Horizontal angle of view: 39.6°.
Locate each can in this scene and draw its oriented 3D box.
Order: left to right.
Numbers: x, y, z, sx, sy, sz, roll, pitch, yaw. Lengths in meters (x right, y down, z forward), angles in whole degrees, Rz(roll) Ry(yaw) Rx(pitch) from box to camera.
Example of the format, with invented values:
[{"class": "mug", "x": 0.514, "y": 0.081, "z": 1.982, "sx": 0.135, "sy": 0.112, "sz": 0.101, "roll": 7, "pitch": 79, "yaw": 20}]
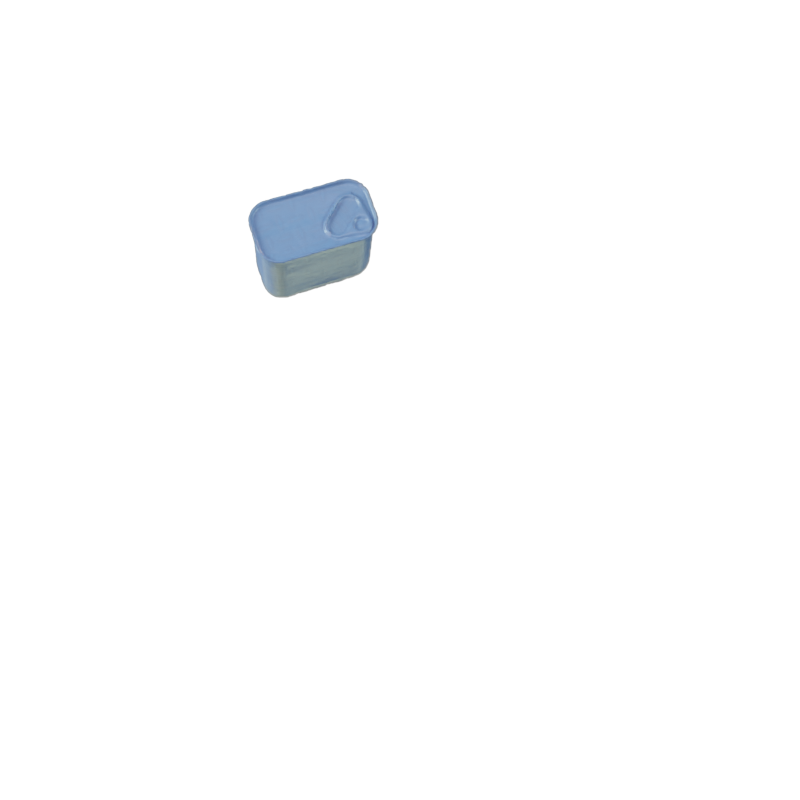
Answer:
[{"class": "can", "x": -0.072, "y": -0.132, "z": 0.927, "sx": 0.101, "sy": 0.061, "sz": 0.080, "roll": -17, "pitch": -19, "yaw": -8}]
